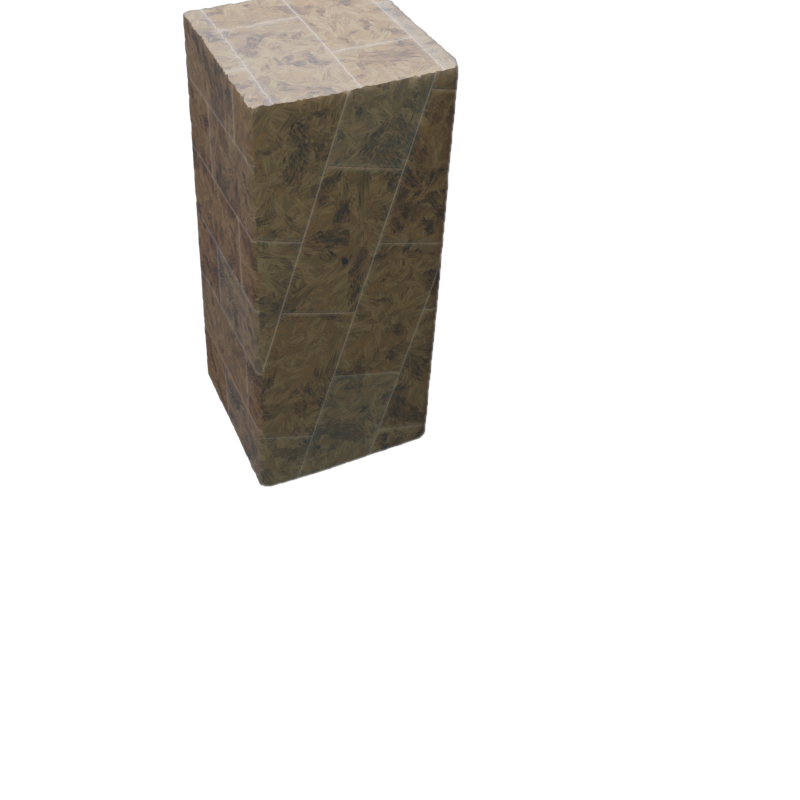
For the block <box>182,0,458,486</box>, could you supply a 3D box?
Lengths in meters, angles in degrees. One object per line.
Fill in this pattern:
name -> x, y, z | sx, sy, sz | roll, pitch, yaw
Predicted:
block -> -0.039, -0.073, 0.509 | 0.089, 0.192, 0.098 | -14, 43, -20
